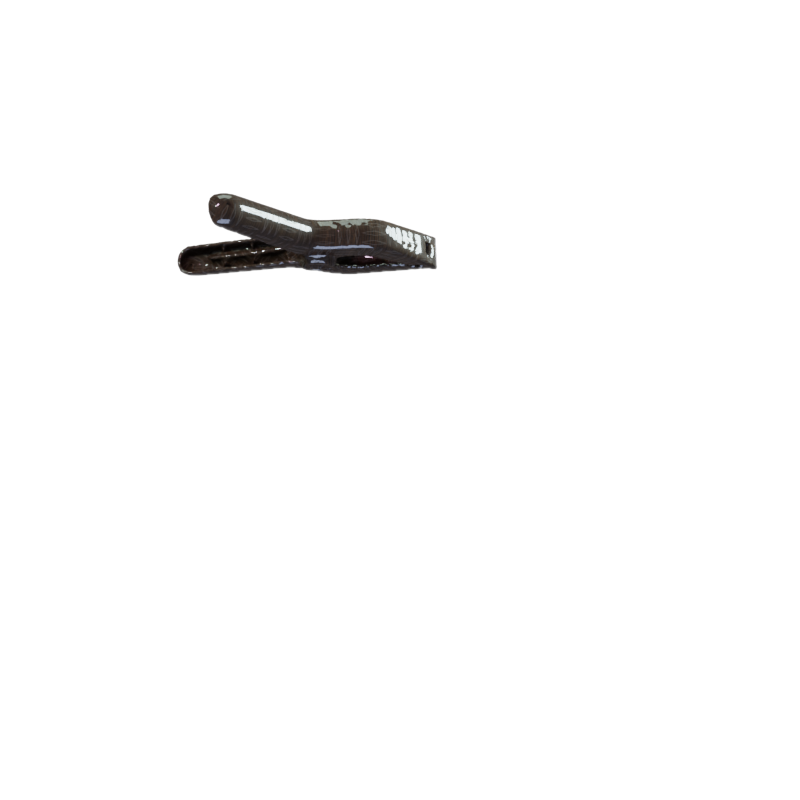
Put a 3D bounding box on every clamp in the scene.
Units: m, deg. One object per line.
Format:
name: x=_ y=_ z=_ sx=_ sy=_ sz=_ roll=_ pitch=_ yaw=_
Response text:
clamp: x=-0.069 y=-0.125 z=0.879 sx=0.207 sy=0.037 sz=0.162 roll=1 pitch=-8 yaw=-10
